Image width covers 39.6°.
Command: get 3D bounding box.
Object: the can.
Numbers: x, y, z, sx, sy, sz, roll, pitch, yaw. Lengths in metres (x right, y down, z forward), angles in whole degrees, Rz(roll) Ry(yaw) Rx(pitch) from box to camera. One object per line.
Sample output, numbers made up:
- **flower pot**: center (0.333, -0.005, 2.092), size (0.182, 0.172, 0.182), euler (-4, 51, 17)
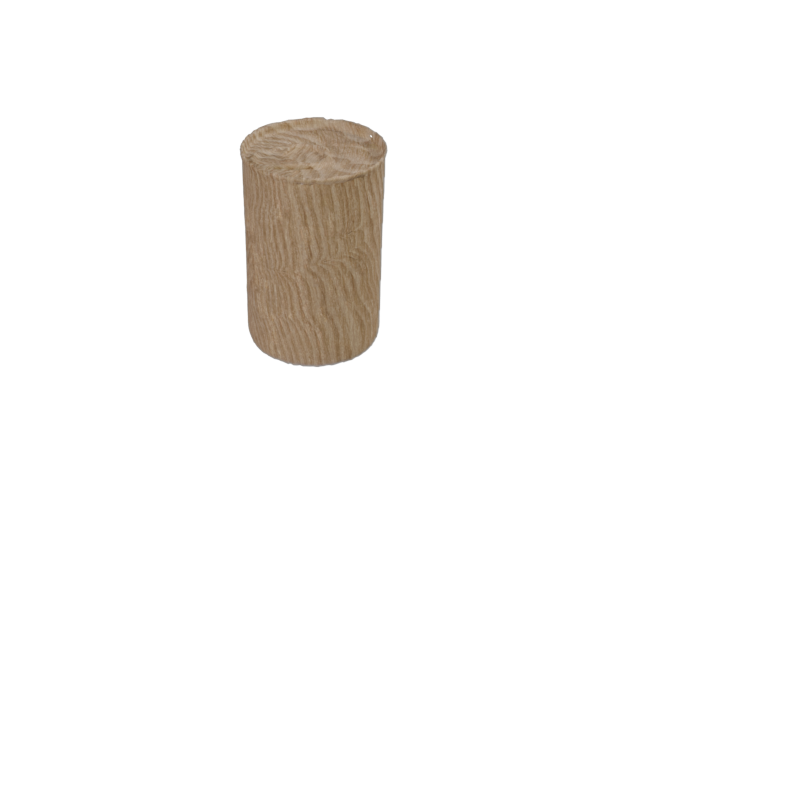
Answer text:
- **can**: center (-0.042, -0.076, 0.534), size (0.068, 0.096, 0.073), euler (0, 33, -3)
